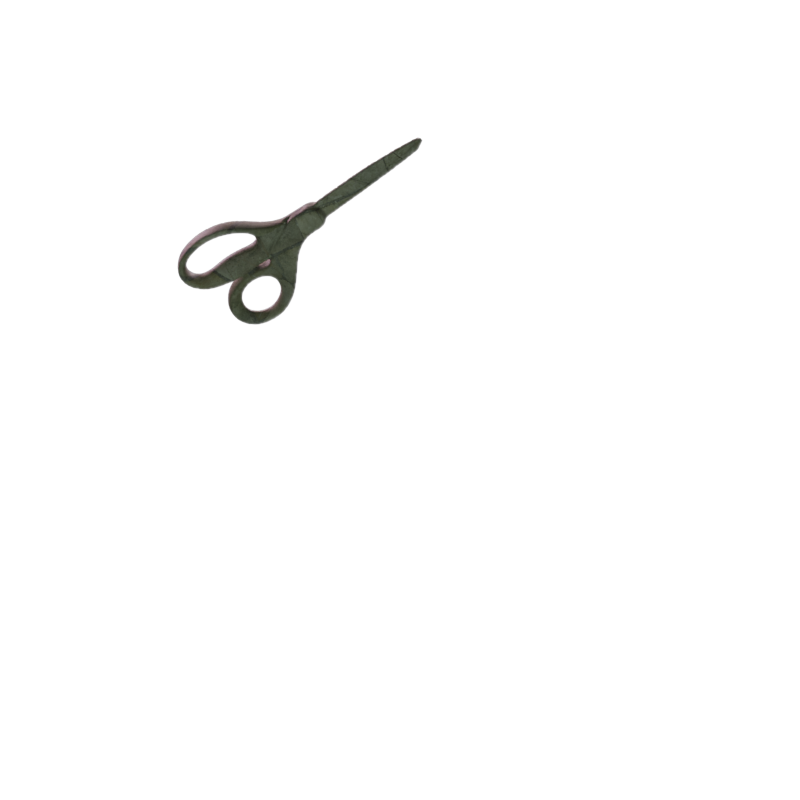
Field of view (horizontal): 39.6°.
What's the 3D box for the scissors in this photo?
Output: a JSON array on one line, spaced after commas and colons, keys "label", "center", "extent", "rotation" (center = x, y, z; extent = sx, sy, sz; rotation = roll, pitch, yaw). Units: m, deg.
[{"label": "scissors", "center": [-0.063, -0.114, 0.799], "extent": [0.203, 0.089, 0.017], "rotation": [-19, 33, 13]}]
